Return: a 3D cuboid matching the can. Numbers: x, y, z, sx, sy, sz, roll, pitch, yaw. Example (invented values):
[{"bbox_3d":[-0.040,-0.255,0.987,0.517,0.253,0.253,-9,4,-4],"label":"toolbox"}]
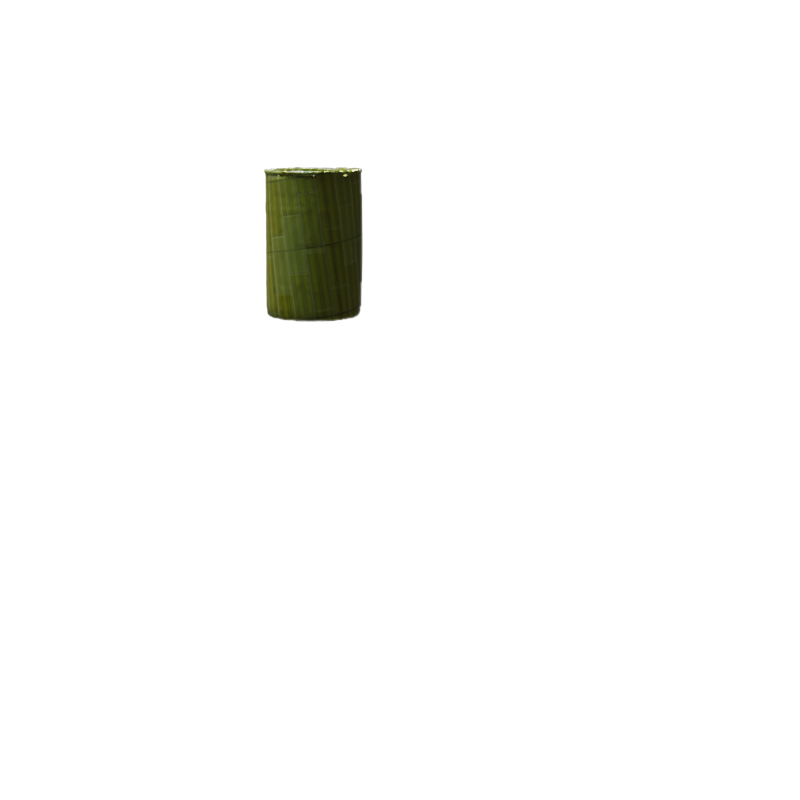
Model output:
[{"bbox_3d":[-0.061,-0.110,0.773,0.068,0.100,0.070,0,9,-2],"label":"can"}]
